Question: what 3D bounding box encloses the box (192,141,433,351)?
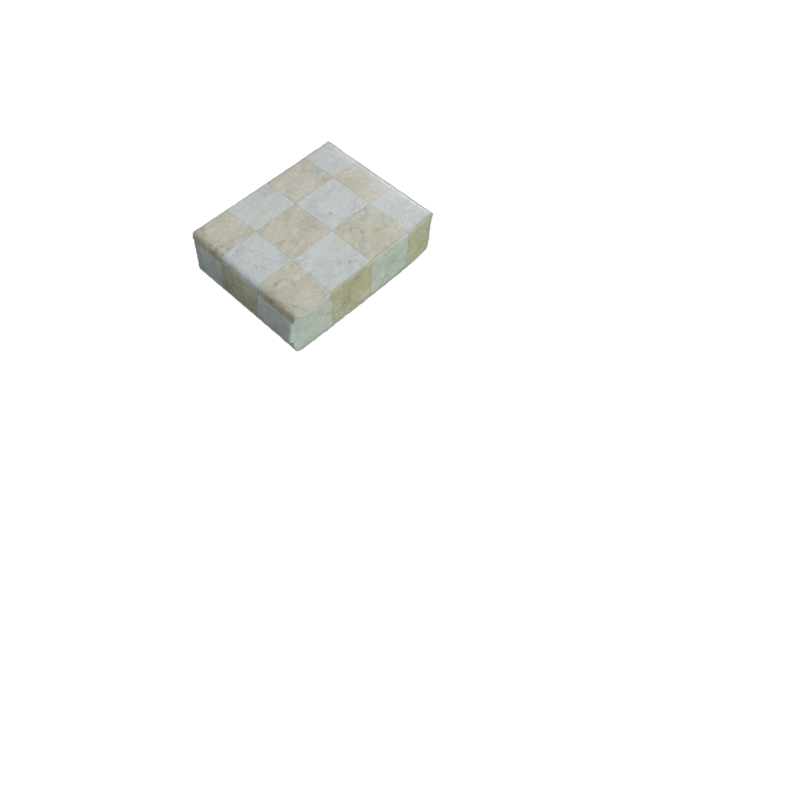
[{"bbox_3d":[-0.051,-0.093,0.654,0.095,0.036,0.114,38,60,26],"label":"box"}]
